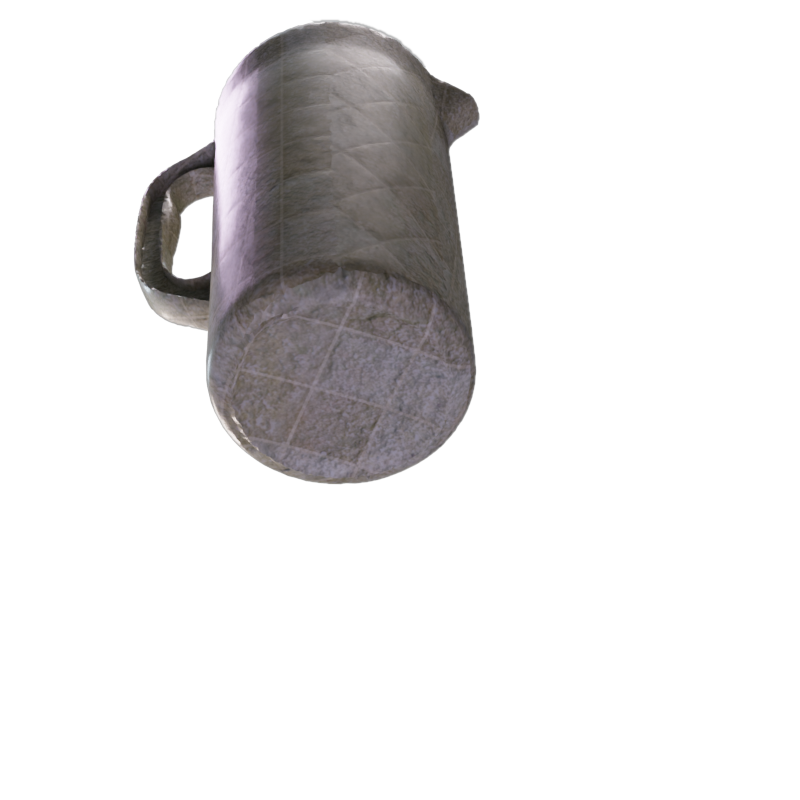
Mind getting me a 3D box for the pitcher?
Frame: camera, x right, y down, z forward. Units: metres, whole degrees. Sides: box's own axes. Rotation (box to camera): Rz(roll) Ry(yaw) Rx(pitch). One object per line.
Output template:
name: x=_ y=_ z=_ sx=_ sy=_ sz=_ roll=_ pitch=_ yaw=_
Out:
pitcher: x=-0.042 y=-0.077 z=0.537 sx=0.139 sy=0.145 sz=0.260 roll=26 pitch=30 yaw=-20
